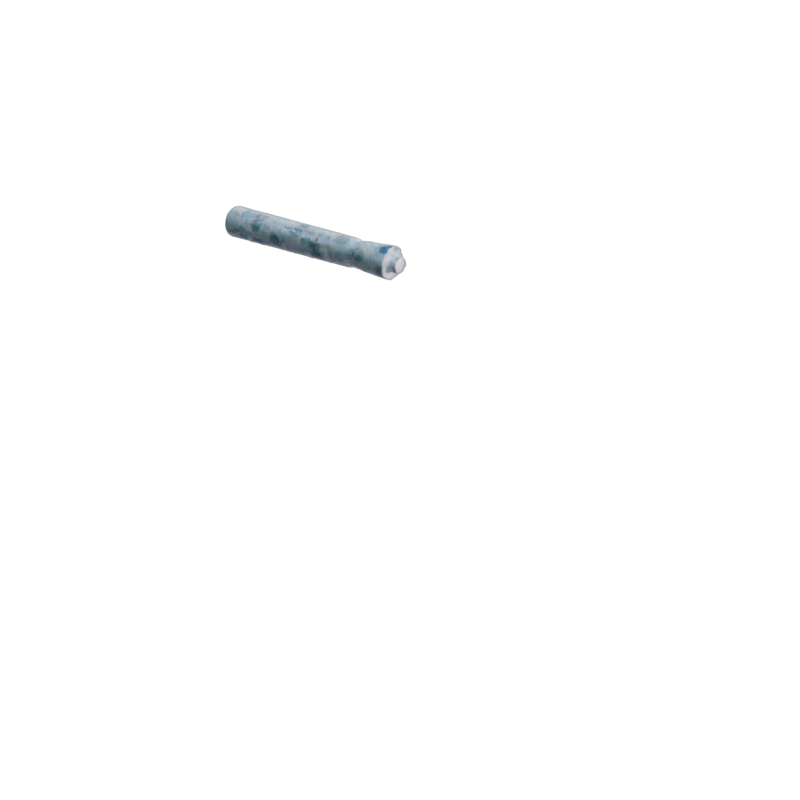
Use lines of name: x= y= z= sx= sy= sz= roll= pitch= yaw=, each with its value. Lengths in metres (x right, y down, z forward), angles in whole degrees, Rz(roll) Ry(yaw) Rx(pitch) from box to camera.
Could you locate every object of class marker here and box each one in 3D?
marker: x=-0.048 y=-0.088 z=0.617 sx=0.128 sy=0.019 sz=0.019 roll=20 pitch=15 yaw=36
